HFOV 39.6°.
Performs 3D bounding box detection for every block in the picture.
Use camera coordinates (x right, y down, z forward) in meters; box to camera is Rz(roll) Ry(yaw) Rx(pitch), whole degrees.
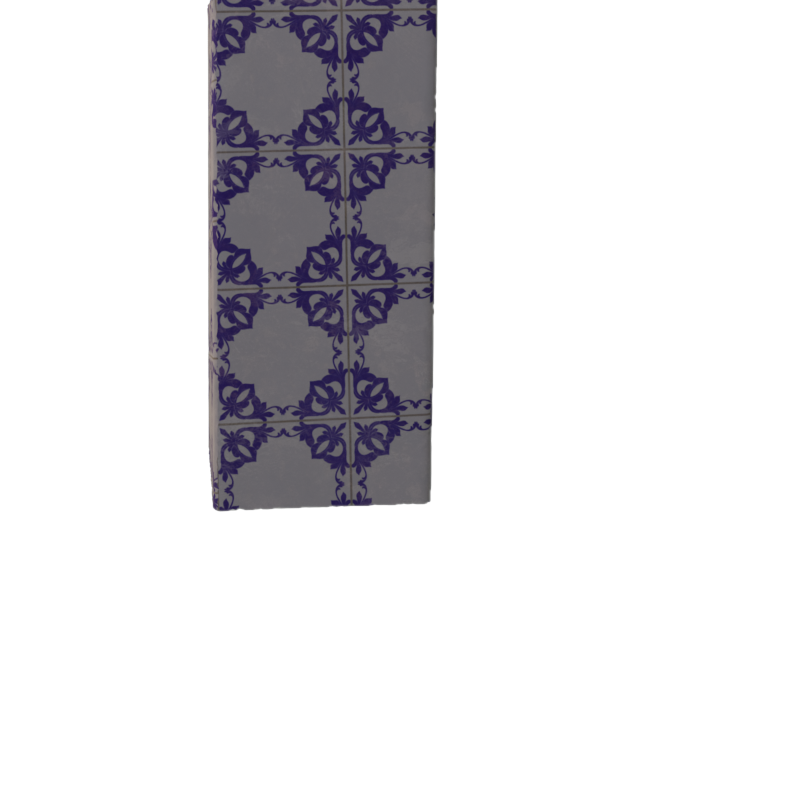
[{"bbox_3d":[-0.037,-0.068,0.478,0.090,0.203,0.093,-1,7,-9],"label":"block"}]
